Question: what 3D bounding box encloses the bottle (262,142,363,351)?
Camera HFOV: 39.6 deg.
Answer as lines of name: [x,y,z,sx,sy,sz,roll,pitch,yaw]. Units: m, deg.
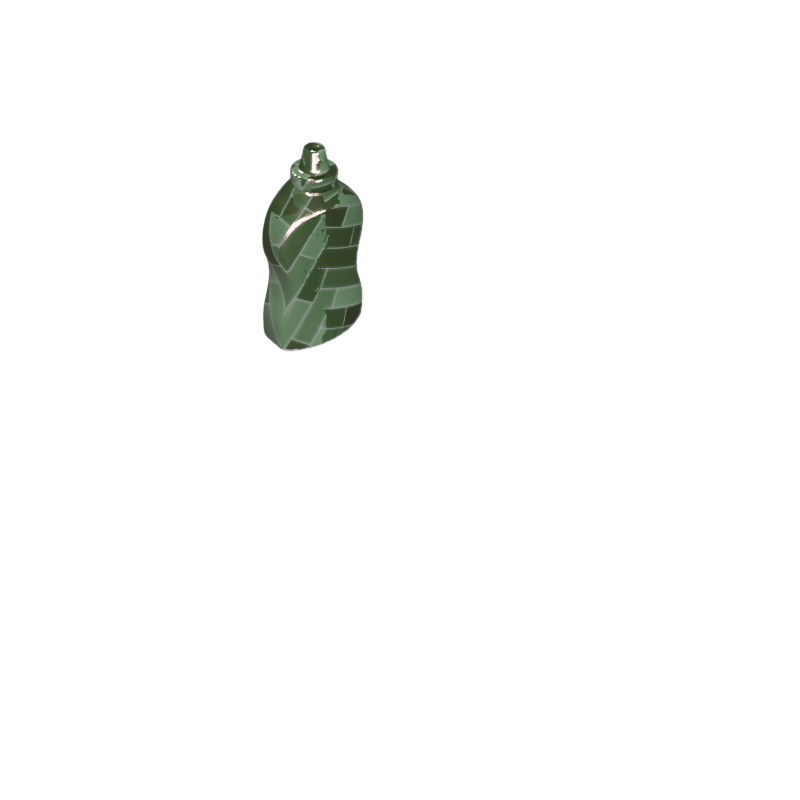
bottle: [-0.076,-0.139,0.977,0.095,0.179,0.063,-24,44,-31]
